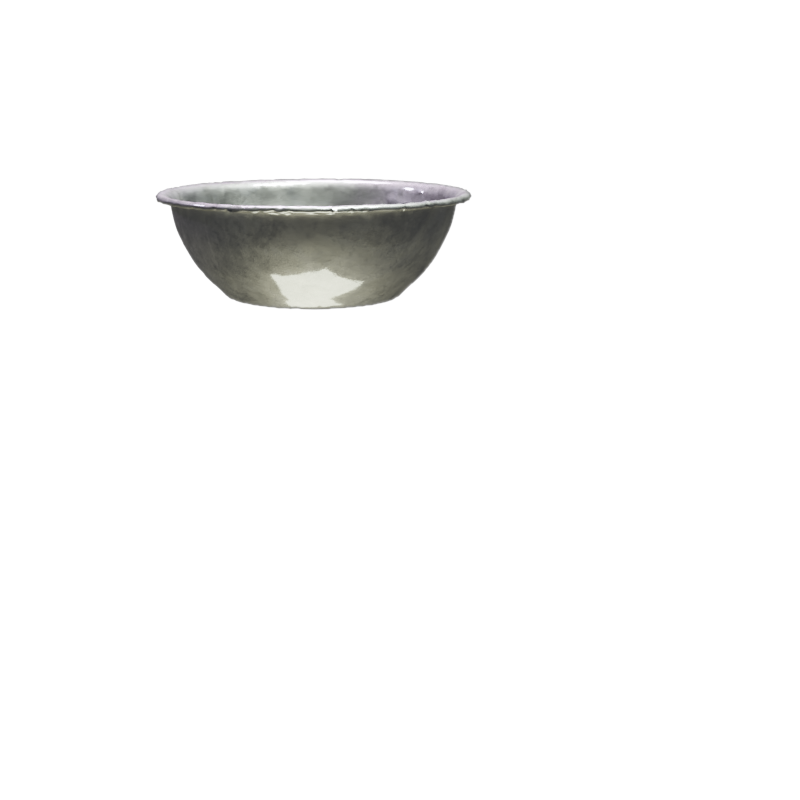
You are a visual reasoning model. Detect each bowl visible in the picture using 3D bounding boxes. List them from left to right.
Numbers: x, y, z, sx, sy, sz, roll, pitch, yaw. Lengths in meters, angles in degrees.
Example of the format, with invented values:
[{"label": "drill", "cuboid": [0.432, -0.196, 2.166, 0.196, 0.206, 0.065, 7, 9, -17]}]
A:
[{"label": "bowl", "cuboid": [-0.045, -0.082, 0.576, 0.162, 0.054, 0.167, 0, 14, -2]}]
